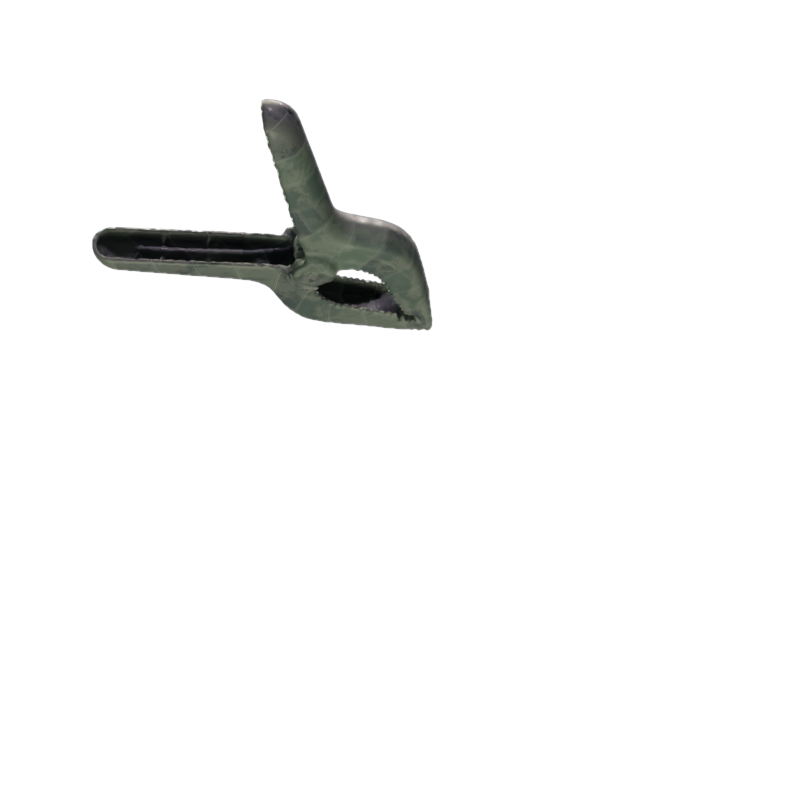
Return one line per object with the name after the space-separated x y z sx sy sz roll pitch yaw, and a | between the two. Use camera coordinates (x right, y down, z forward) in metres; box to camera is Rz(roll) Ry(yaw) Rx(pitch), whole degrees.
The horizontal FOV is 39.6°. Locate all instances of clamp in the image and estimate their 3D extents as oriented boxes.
-0.051 -0.092 0.646 0.199 0.039 0.163 20 -35 -32 | clamp
